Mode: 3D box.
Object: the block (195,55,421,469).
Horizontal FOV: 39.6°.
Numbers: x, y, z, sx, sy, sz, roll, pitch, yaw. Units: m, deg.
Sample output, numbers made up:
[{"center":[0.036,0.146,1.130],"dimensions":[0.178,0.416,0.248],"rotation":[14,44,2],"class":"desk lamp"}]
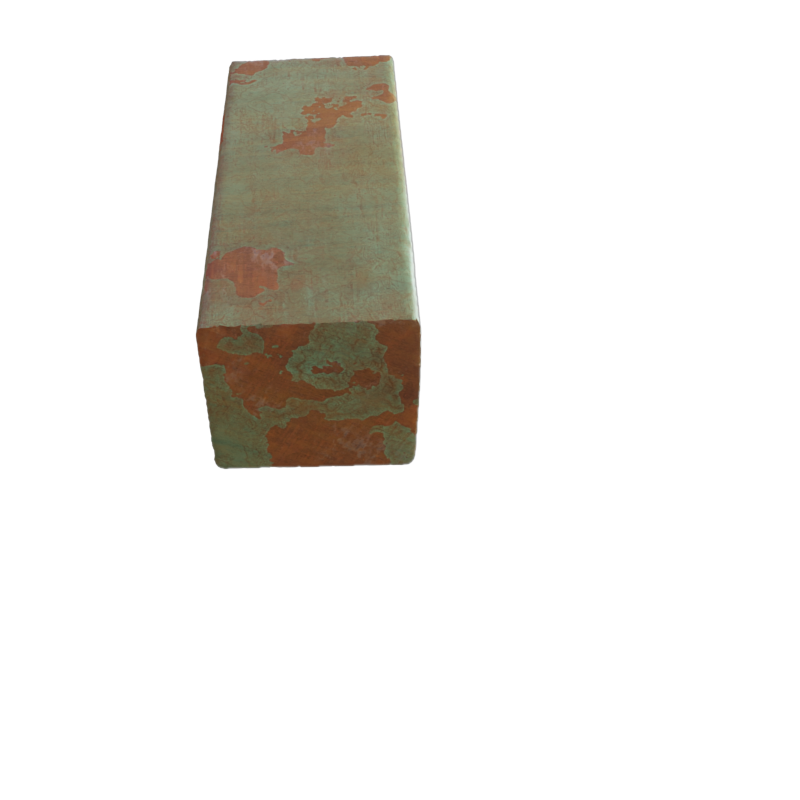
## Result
[{"center":[-0.042,-0.077,0.540],"dimensions":[0.091,0.084,0.221],"rotation":[-2,44,-2],"class":"block"}]
